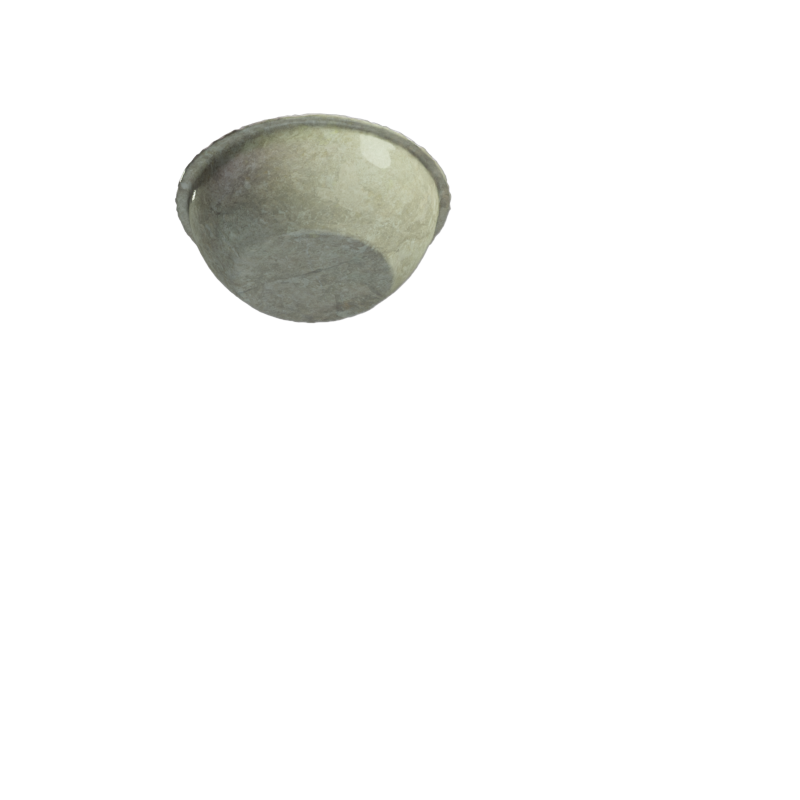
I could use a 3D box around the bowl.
[{"bbox_3d":[-0.050,-0.091,0.639,0.162,0.059,0.152,1,-31,-2],"label":"bowl"}]
